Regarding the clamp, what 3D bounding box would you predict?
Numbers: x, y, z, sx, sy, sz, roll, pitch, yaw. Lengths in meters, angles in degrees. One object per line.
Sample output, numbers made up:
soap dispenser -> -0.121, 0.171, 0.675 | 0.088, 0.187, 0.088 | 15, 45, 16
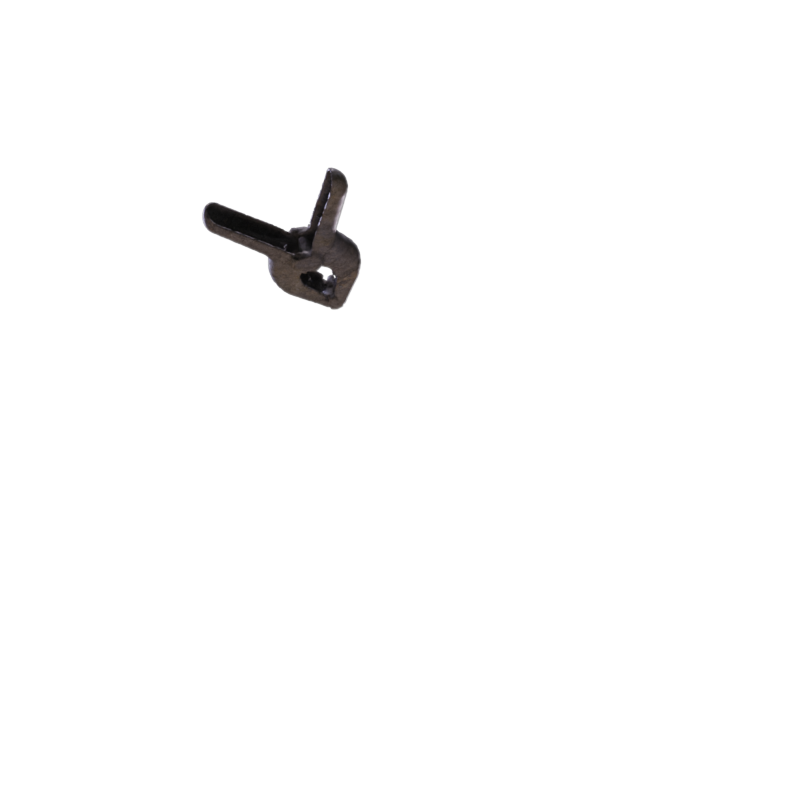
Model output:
clamp -> -0.072, -0.132, 0.923 | 0.122, 0.042, 0.159 | -13, -28, 24
